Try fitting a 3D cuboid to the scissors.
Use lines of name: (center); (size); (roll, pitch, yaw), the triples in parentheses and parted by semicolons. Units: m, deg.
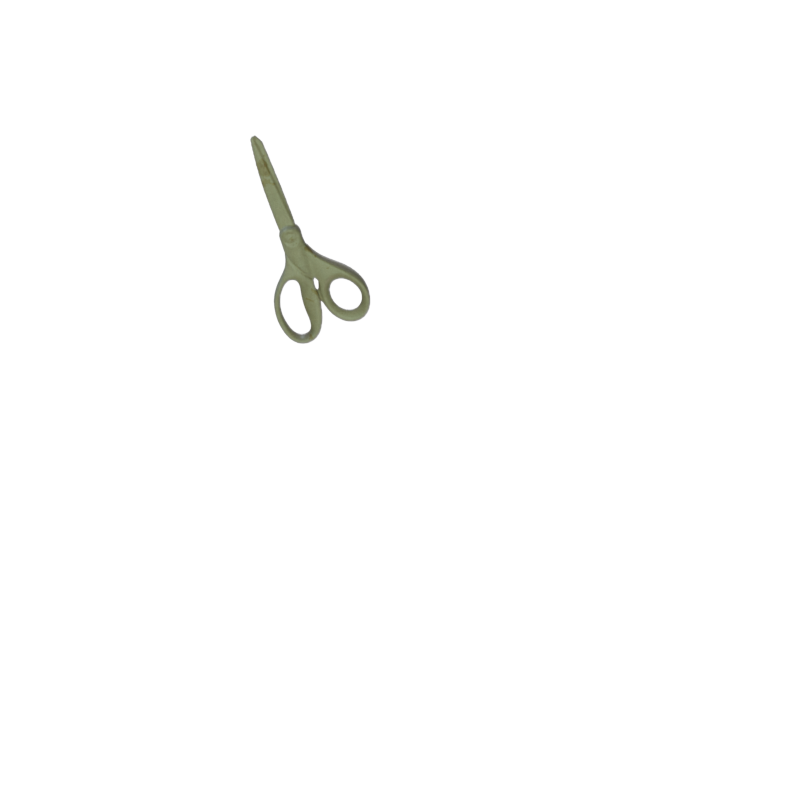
scissors: (-0.076, -0.139, 0.974); (0.096, 0.190, 0.017); (-1, 28, 1)
